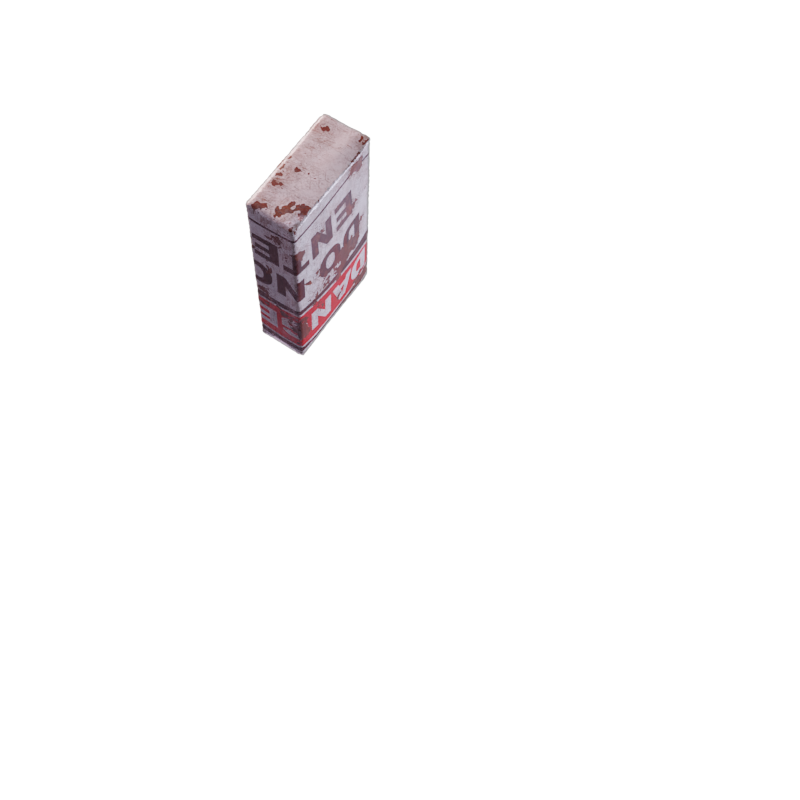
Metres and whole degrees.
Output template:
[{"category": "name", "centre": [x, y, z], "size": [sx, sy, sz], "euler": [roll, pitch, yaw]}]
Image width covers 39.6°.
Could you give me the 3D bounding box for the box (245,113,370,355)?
[{"category": "box", "centre": [-0.062, -0.113, 0.795], "size": [0.050, 0.096, 0.166], "euler": [31, -23, 10]}]
